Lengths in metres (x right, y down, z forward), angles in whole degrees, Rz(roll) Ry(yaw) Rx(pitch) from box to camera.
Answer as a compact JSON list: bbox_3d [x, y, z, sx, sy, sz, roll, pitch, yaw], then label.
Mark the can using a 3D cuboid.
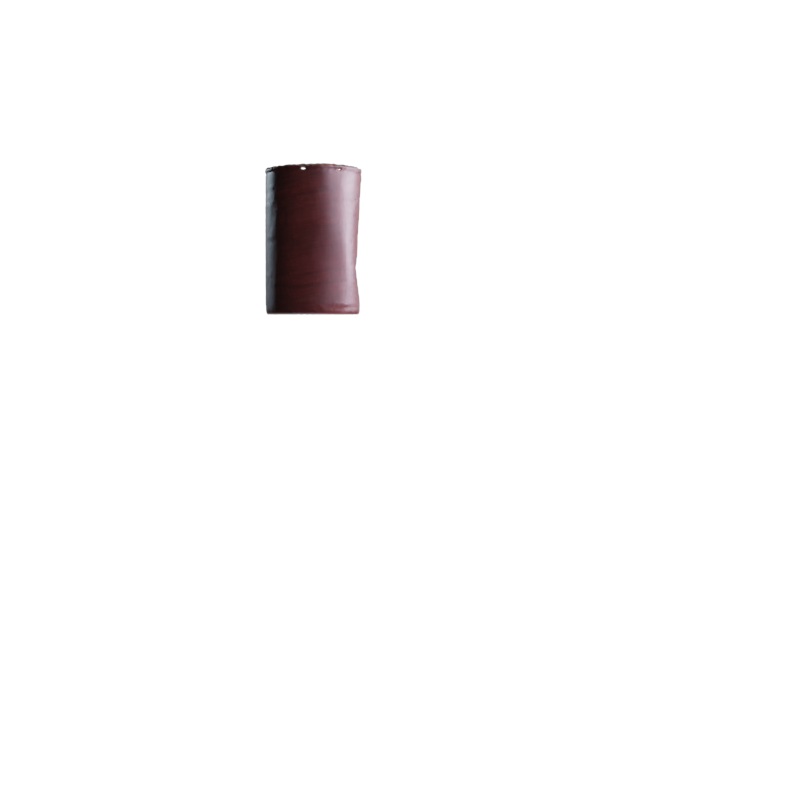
[{"bbox_3d":[-0.061,-0.111,0.778,0.068,0.103,0.068,0,-1,-2],"label":"can"}]
